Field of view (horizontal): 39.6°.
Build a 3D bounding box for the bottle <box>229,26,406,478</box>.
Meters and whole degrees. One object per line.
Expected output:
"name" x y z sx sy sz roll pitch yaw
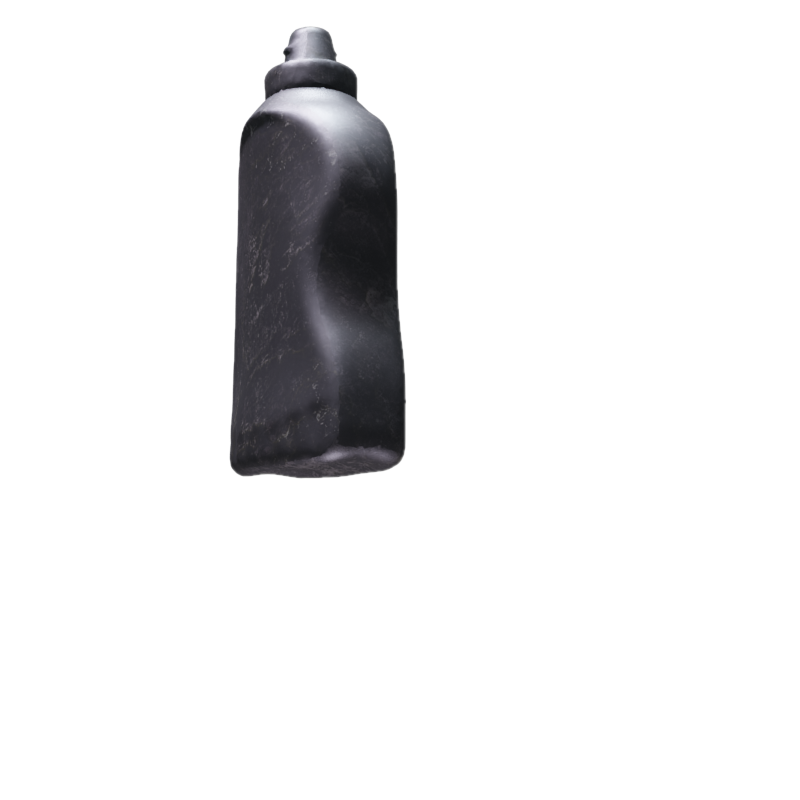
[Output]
"bottle" -0.037 -0.067 0.468 0.056 0.199 0.096 7 -16 -28
